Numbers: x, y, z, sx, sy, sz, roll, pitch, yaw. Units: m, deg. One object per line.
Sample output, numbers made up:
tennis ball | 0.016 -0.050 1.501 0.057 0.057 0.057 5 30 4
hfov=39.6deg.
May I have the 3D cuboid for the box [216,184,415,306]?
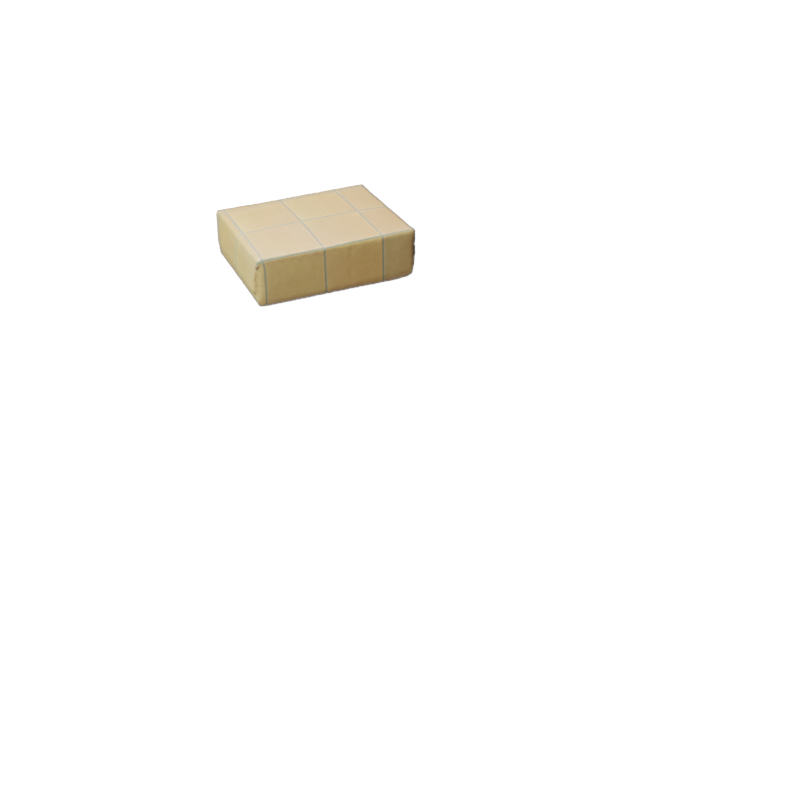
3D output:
box | -0.059 -0.107 0.750 0.112 0.037 0.097 -12 33 -20
